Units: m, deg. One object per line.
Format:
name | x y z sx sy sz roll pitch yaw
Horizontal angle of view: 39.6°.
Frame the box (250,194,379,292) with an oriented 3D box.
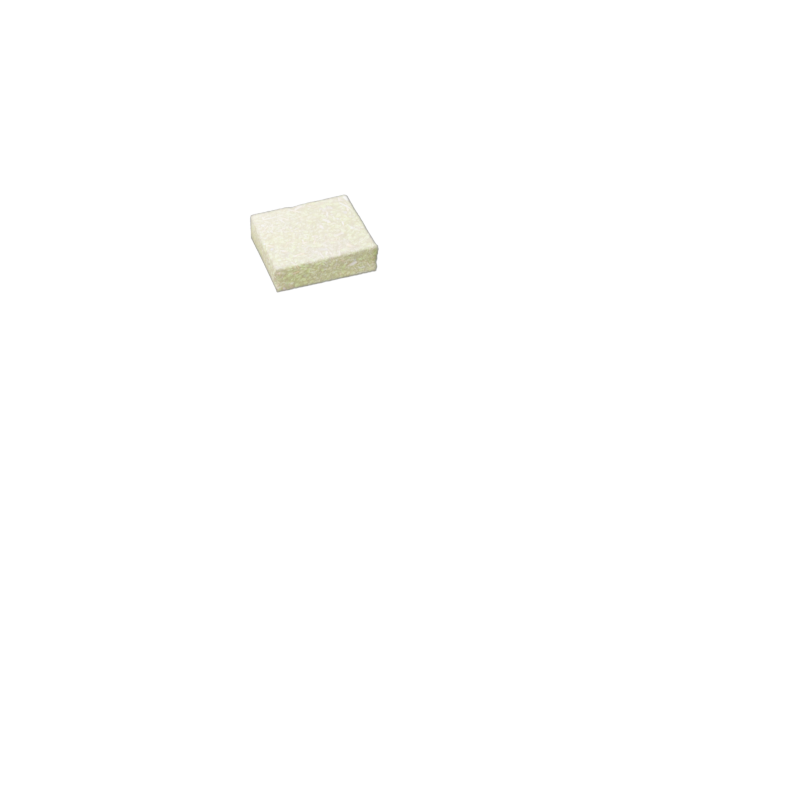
box | -0.071 -0.131 0.915 0.088 0.028 0.079 -15 47 -15
